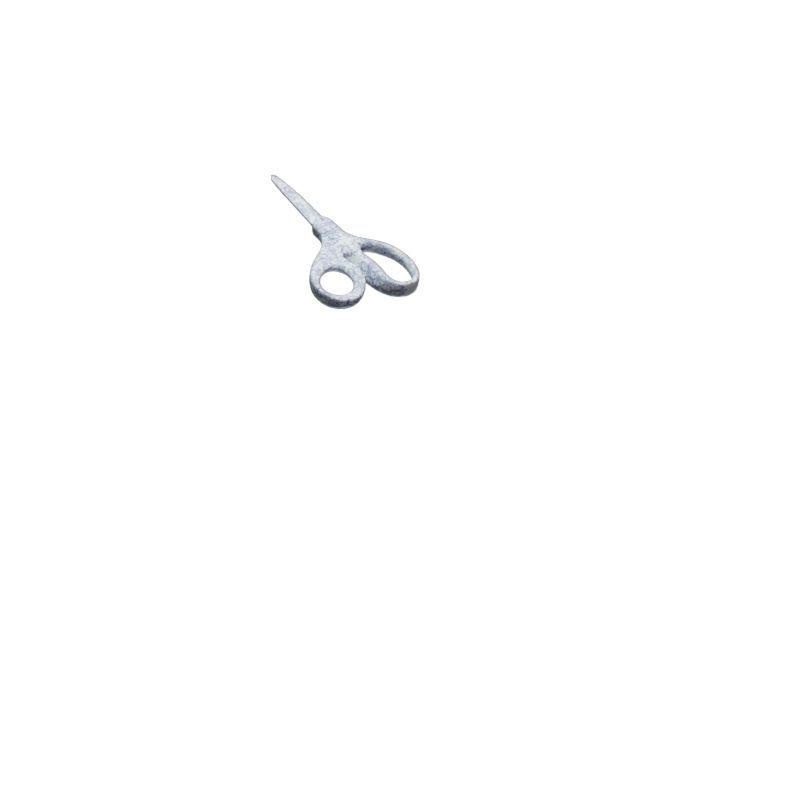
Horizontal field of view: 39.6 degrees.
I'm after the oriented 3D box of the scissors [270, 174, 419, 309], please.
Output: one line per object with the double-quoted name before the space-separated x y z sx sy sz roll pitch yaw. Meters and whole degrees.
"scissors" -0.073 -0.133 0.933 0.096 0.015 0.215 -33 50 -32
